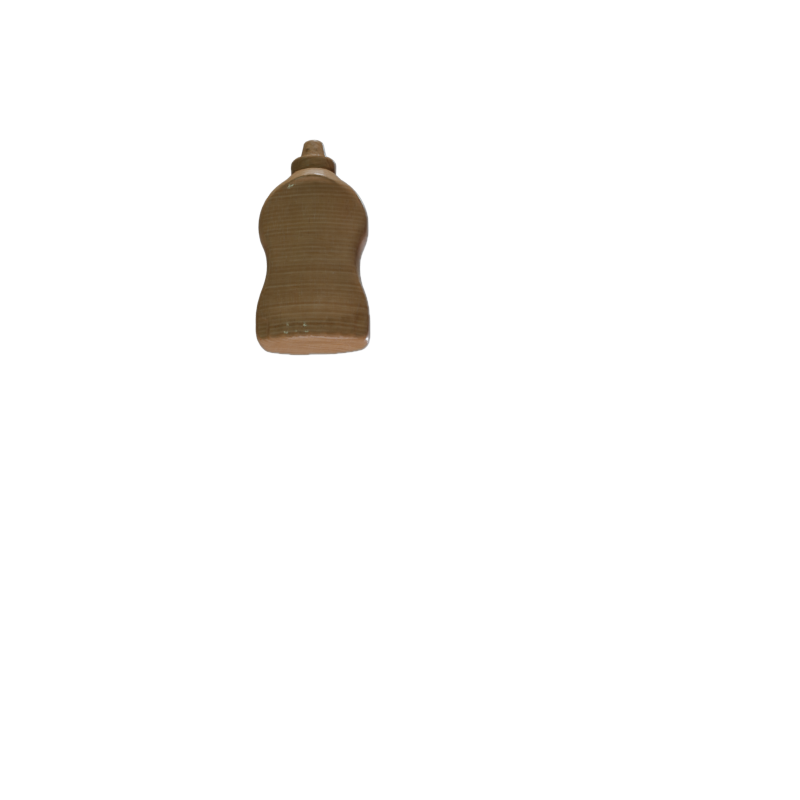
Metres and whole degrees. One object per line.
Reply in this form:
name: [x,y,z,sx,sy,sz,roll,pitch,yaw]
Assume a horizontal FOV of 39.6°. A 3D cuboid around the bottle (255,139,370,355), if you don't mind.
bottle: [-0.076,-0.138,0.966,0.097,0.201,0.055,-3,-20,5]
